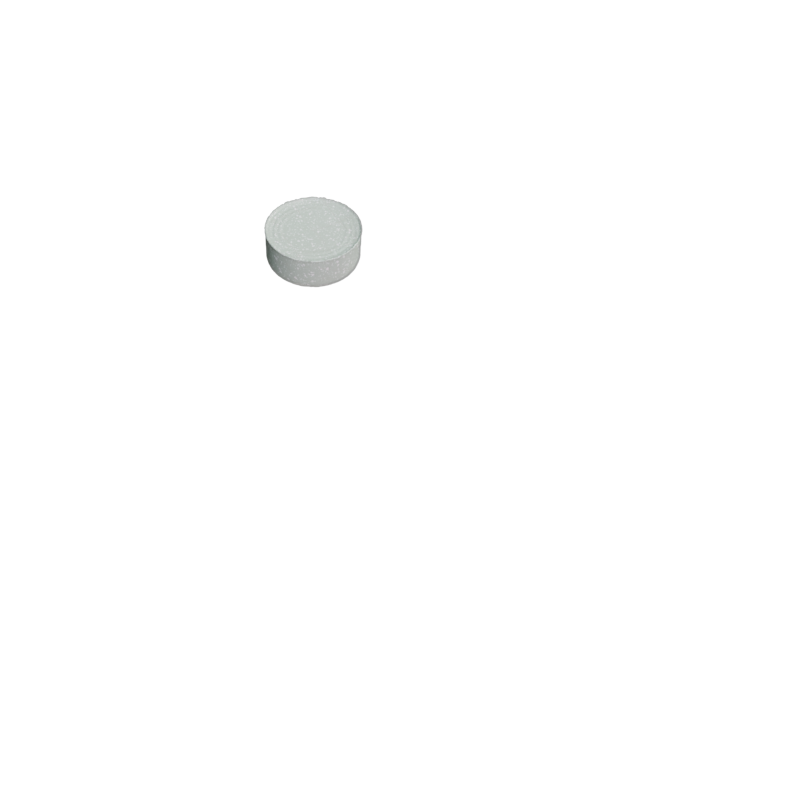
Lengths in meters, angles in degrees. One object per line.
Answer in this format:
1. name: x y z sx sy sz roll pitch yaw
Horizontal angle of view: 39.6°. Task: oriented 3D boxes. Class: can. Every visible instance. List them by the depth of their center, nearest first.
1. can: -0.077 -0.140 0.980 0.086 0.092 0.031 -1 -44 -1
